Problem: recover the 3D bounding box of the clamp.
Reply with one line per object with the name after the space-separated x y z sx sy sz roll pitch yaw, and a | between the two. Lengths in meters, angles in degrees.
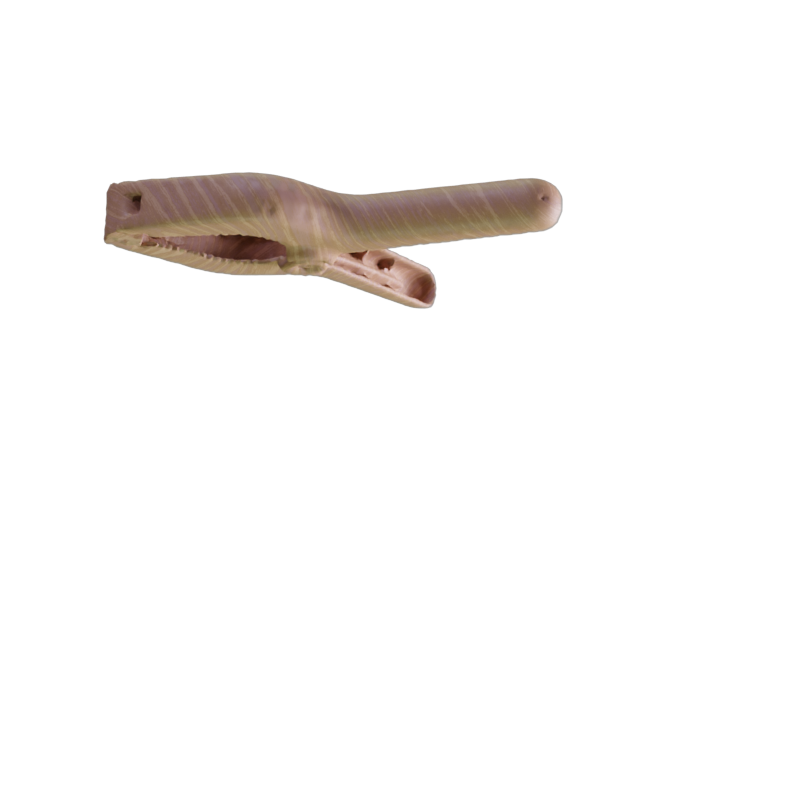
-0.044 -0.081 0.568 0.207 0.038 0.161 2 -13 -11 | clamp
